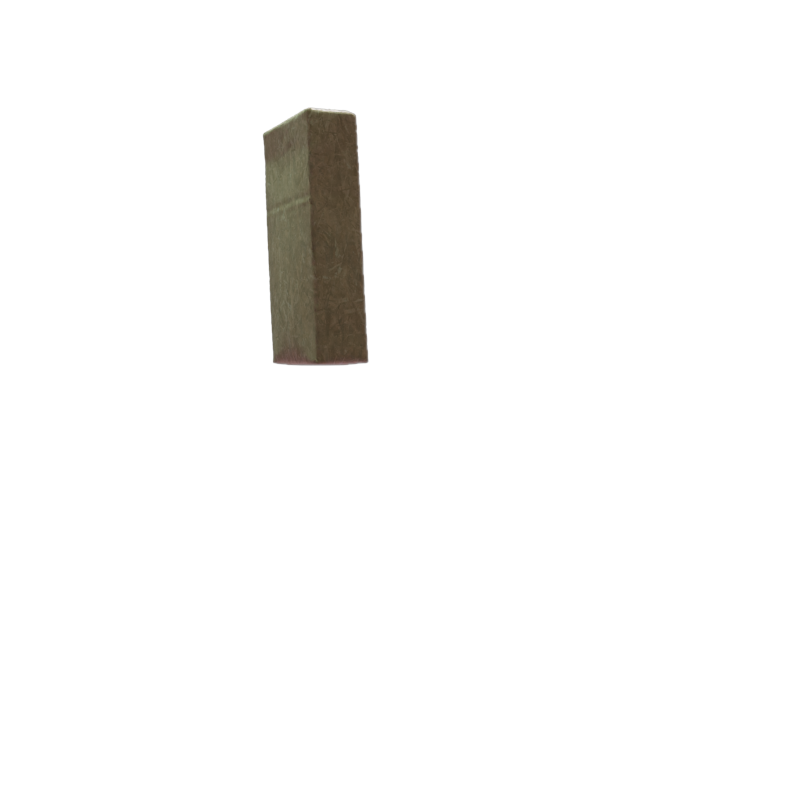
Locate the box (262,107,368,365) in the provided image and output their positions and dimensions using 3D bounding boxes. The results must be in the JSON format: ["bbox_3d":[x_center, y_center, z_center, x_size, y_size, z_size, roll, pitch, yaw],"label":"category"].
[{"bbox_3d":[-0.062,-0.113,0.794,0.046,0.179,0.095,2,-5,-25],"label":"box"}]
